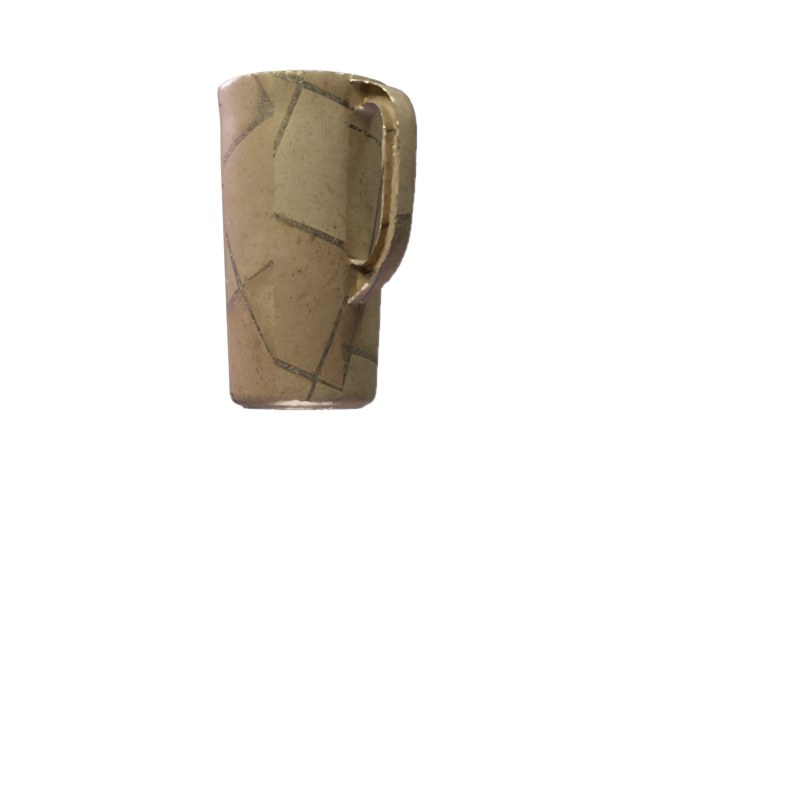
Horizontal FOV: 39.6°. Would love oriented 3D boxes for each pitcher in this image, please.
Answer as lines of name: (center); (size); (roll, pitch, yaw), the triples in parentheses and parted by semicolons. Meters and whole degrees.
pitcher: (-0.064, -0.116, 0.815); (0.145, 0.247, 0.147); (0, -4, -1)
